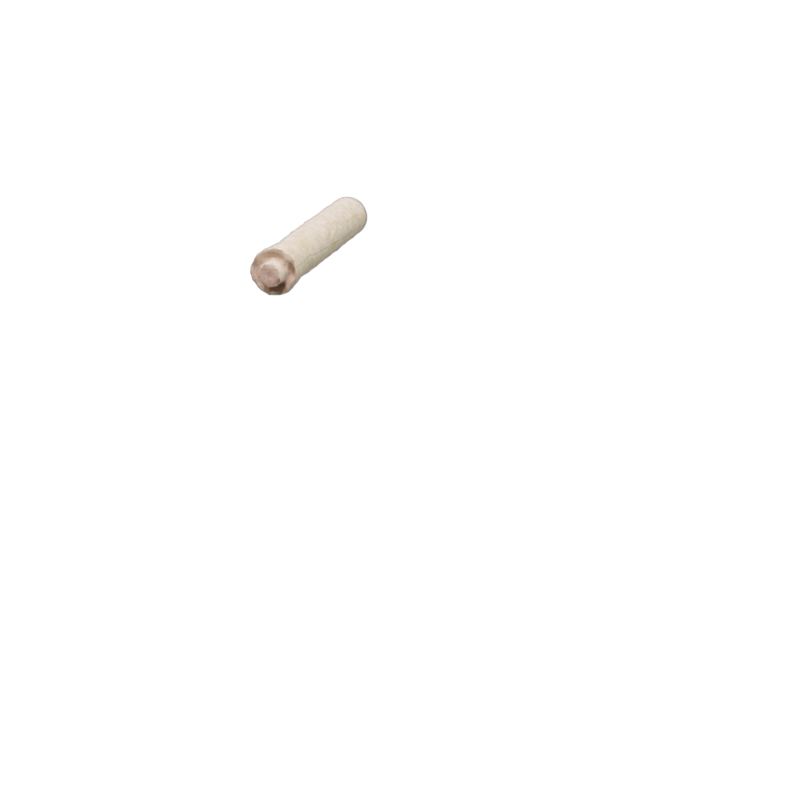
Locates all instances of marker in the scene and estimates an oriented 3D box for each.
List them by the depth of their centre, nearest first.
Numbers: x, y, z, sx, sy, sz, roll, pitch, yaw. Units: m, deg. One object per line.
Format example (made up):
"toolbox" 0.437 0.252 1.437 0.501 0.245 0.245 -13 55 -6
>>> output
"marker" -0.037 -0.067 0.469 0.020 0.019 0.123 0 19 12
